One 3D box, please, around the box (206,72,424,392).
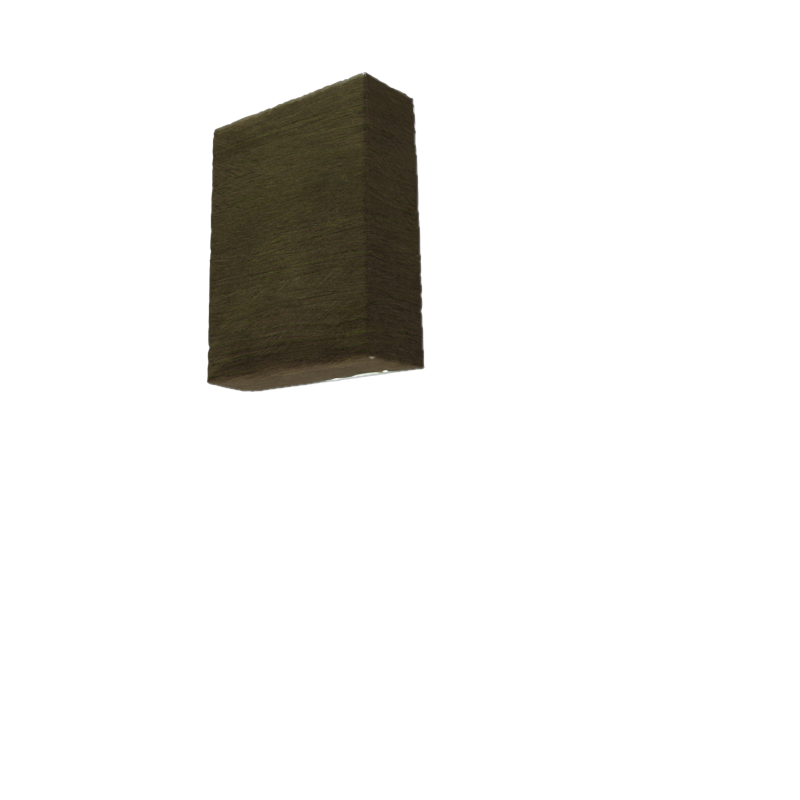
[{"bbox_3d":[-0.067,-0.121,0.850,0.168,0.222,0.068,-12,-19,37],"label":"box"}]
